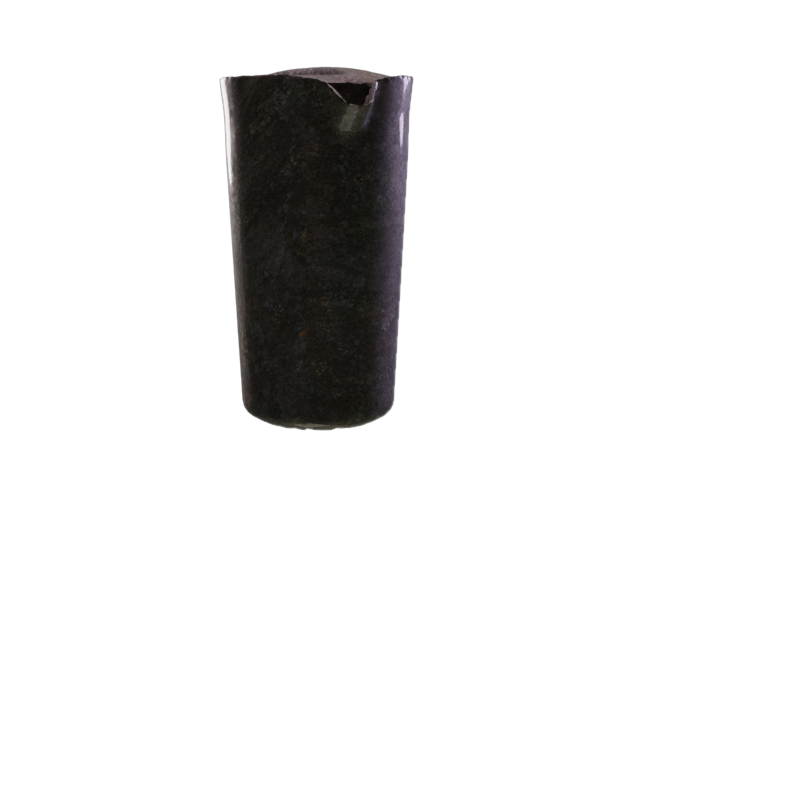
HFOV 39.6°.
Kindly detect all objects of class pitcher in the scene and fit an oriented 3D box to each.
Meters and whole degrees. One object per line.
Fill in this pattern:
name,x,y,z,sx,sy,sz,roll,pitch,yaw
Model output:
pitcher,-0.061,-0.112,0.784,0.150,0.239,0.147,4,9,22
